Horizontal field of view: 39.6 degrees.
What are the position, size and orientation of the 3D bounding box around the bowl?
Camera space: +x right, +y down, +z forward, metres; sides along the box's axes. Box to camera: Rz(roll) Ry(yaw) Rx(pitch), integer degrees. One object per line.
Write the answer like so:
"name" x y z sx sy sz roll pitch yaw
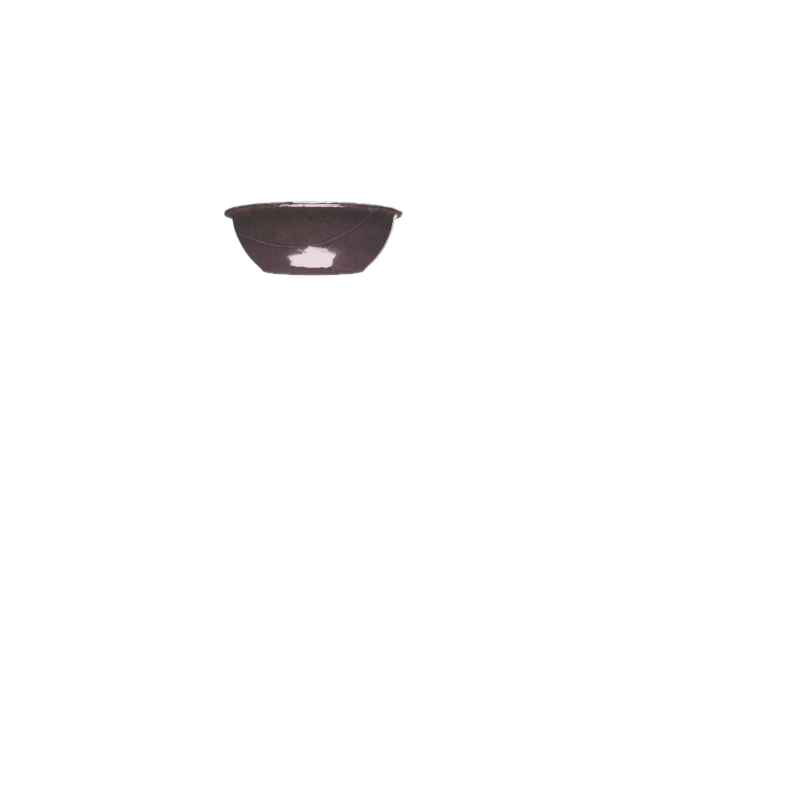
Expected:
"bowl" -0.078 -0.143 0.999 0.162 0.055 0.162 0 1 -2
